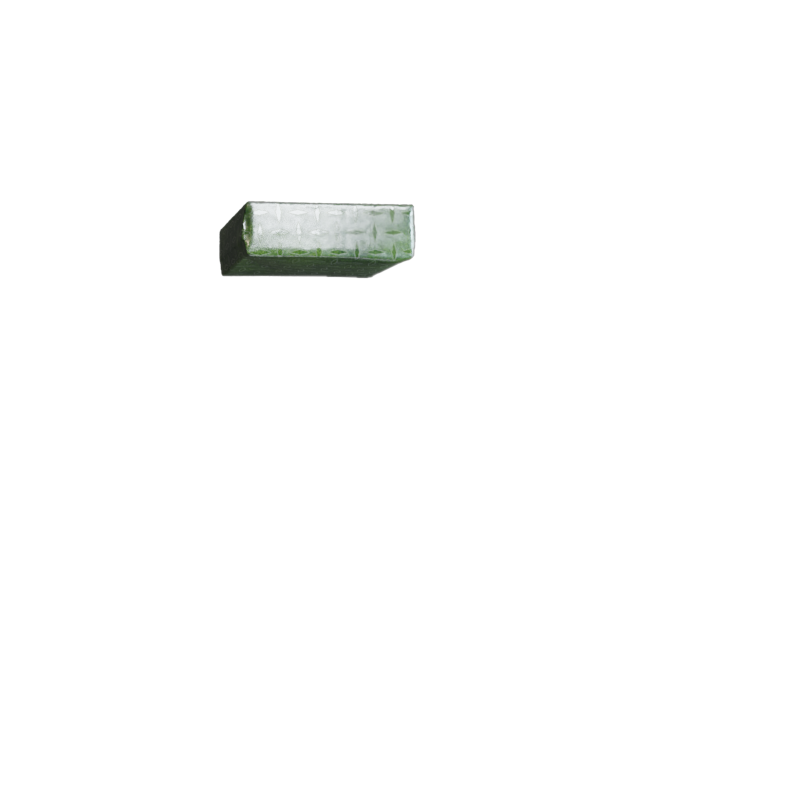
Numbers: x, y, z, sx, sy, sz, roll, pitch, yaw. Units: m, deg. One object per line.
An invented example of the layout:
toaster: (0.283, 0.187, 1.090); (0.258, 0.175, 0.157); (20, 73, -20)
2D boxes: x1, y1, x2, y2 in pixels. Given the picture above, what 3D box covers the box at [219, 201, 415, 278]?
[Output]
box: (-0.057, -0.104, 0.731); (0.111, 0.040, 0.090); (1, -3, -17)
